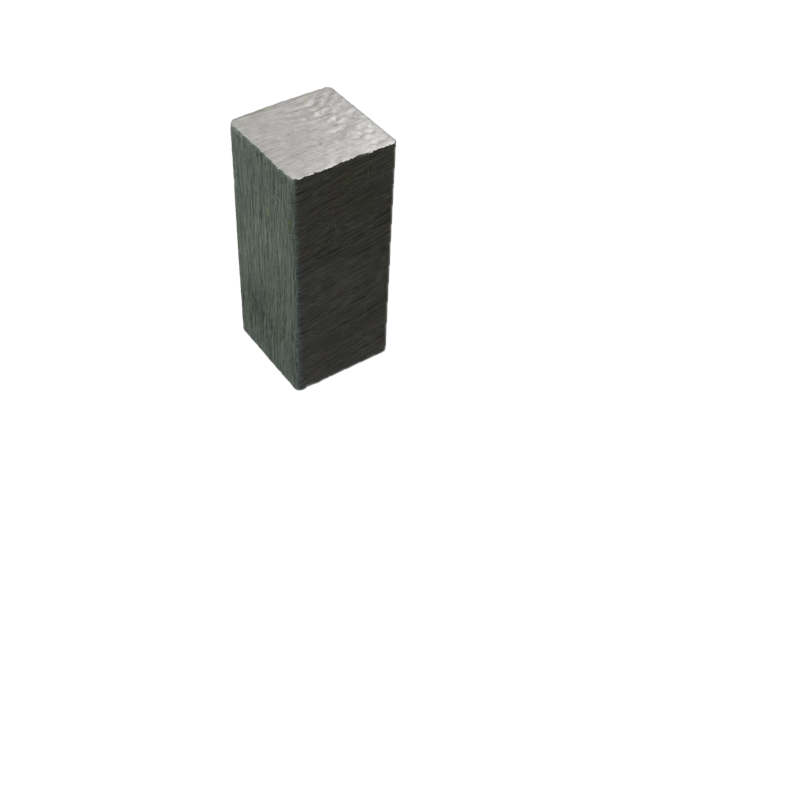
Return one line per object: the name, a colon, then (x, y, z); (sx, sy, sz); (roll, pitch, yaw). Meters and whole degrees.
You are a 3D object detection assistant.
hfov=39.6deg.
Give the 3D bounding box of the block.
block: (-0.067, -0.121, 0.851); (0.090, 0.192, 0.098); (-24, 50, -26)
